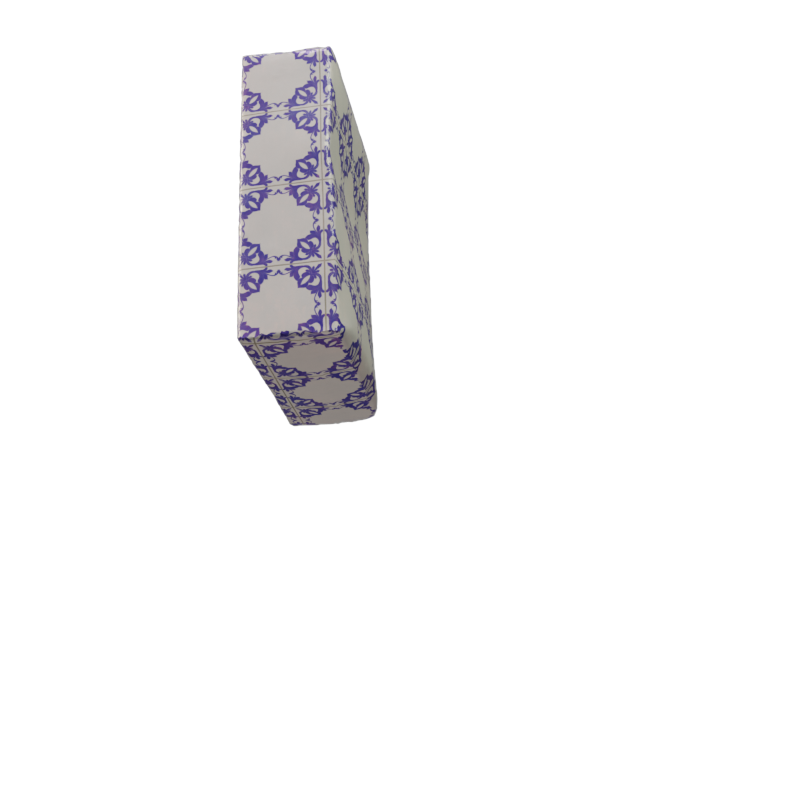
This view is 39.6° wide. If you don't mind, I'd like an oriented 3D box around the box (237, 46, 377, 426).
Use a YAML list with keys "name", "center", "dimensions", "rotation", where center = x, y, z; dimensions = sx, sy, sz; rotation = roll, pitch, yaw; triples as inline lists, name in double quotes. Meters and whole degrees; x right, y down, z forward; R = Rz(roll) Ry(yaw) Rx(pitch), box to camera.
- name: "box"
  center: [-0.060, -0.110, 0.769]
  dimensions: [0.072, 0.226, 0.154]
  rotation: [-5, -25, 7]
